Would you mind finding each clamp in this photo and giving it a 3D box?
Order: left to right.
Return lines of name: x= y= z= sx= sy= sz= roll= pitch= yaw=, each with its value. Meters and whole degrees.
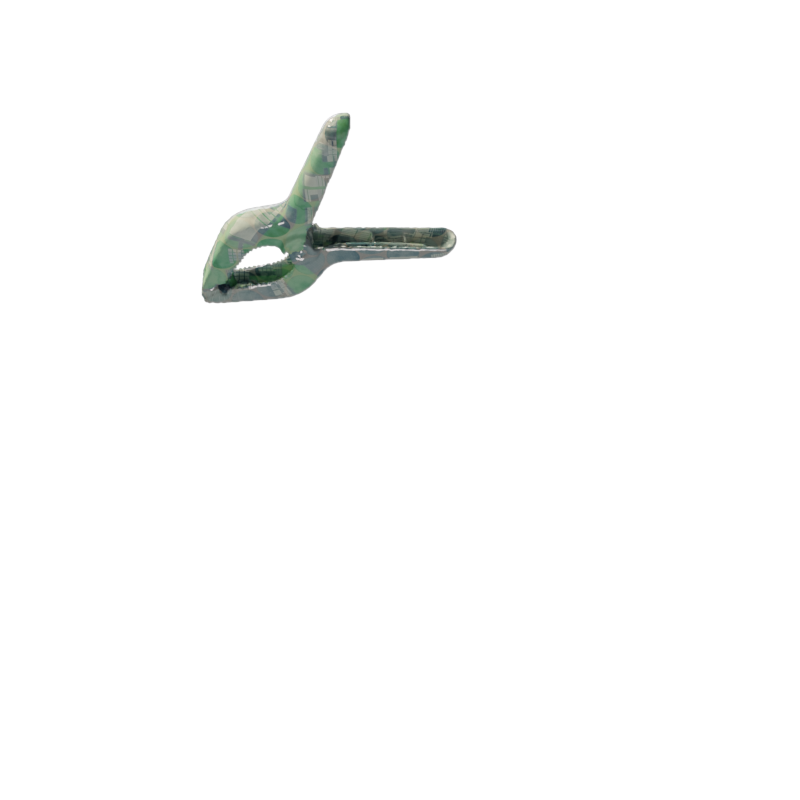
clamp: x=-0.071 y=-0.129 z=0.901 sx=0.209 sy=0.039 sz=0.154 roll=-30 pitch=-51 yaw=28
